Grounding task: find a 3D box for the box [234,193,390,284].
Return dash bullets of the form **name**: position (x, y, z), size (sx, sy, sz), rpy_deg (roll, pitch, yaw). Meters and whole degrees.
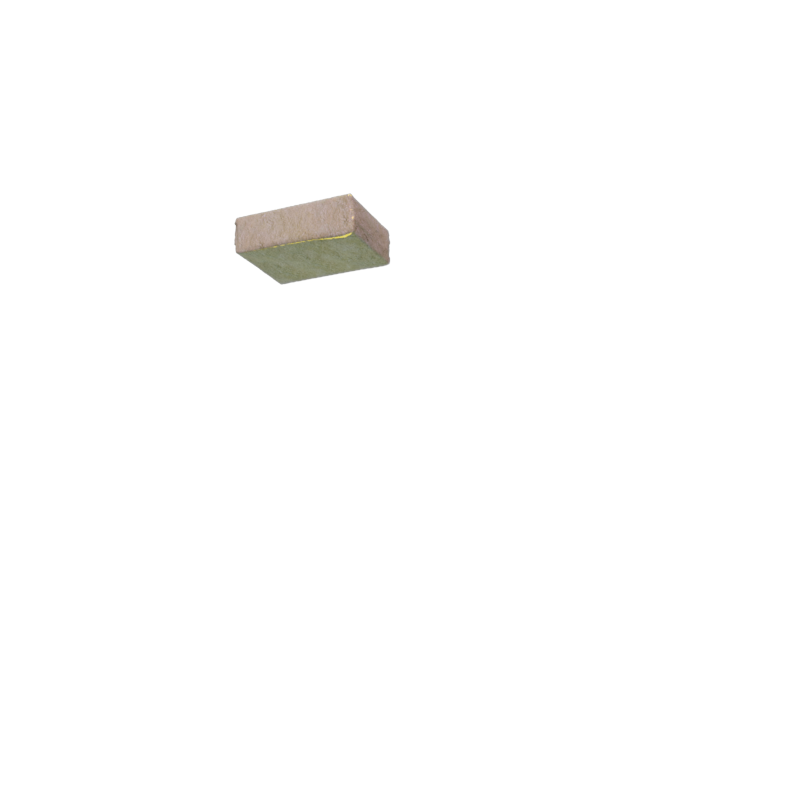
- **box**: position (-0.076, -0.139, 0.975), size (0.116, 0.041, 0.084), rpy_deg (-6, -16, 22)
